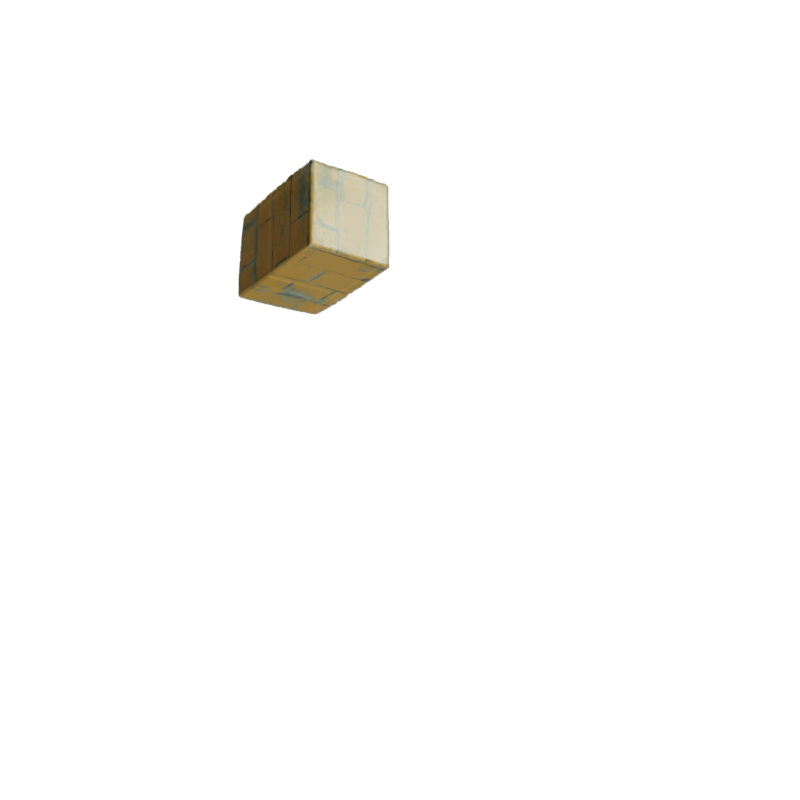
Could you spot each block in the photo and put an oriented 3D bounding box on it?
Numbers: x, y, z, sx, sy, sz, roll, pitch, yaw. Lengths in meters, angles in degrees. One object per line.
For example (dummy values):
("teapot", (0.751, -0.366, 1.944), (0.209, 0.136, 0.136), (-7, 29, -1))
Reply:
("block", (-0.048, -0.087, 0.613), (0.050, 0.054, 0.078), (15, -27, -32))
